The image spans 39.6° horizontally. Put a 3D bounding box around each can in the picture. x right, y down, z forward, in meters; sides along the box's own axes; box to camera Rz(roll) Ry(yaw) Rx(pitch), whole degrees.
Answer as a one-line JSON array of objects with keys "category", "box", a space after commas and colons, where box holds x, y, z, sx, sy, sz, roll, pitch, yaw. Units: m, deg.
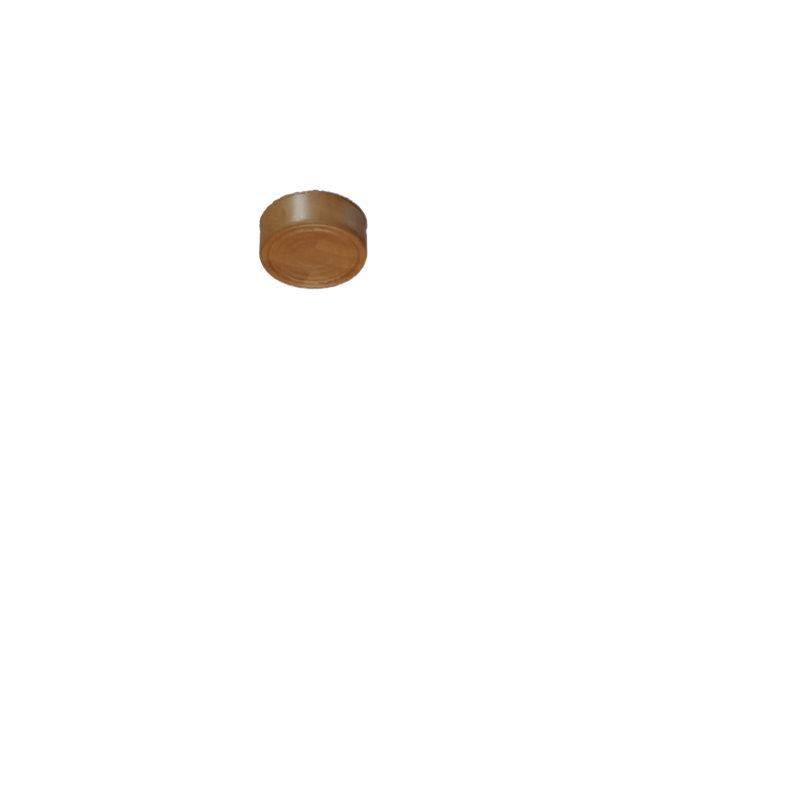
[{"category": "can", "box": [-0.068, -0.124, 0.868, 0.086, 0.036, 0.080, 1, -34, -2]}]
